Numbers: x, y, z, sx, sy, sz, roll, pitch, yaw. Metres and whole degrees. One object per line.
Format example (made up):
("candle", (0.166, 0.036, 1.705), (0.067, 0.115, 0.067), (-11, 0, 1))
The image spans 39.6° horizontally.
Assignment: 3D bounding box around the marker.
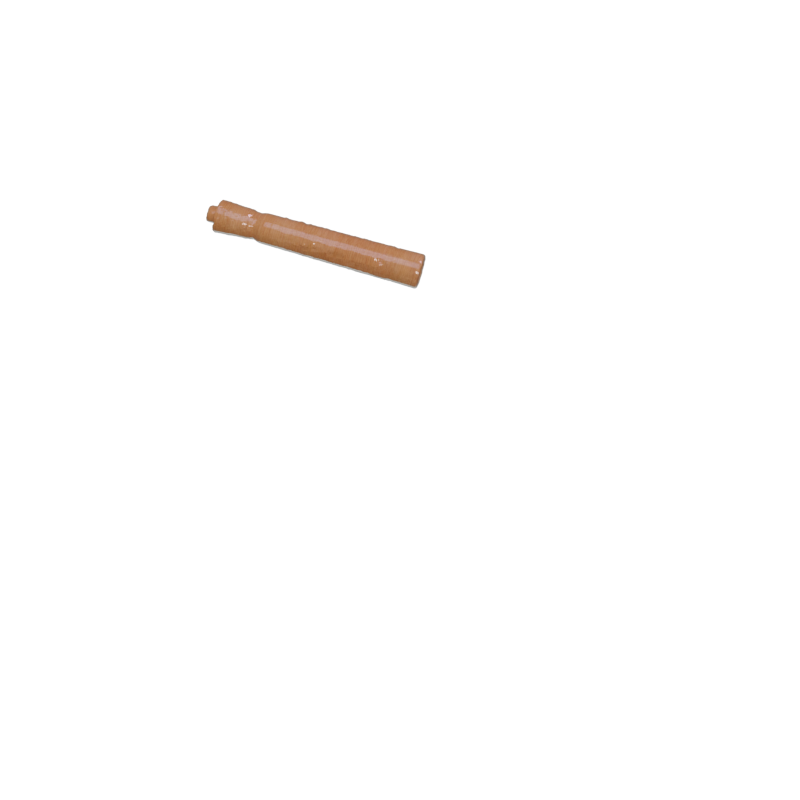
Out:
("marker", (-0.047, -0.086, 0.599), (0.123, 0.020, 0.020), (17, 6, 10))
